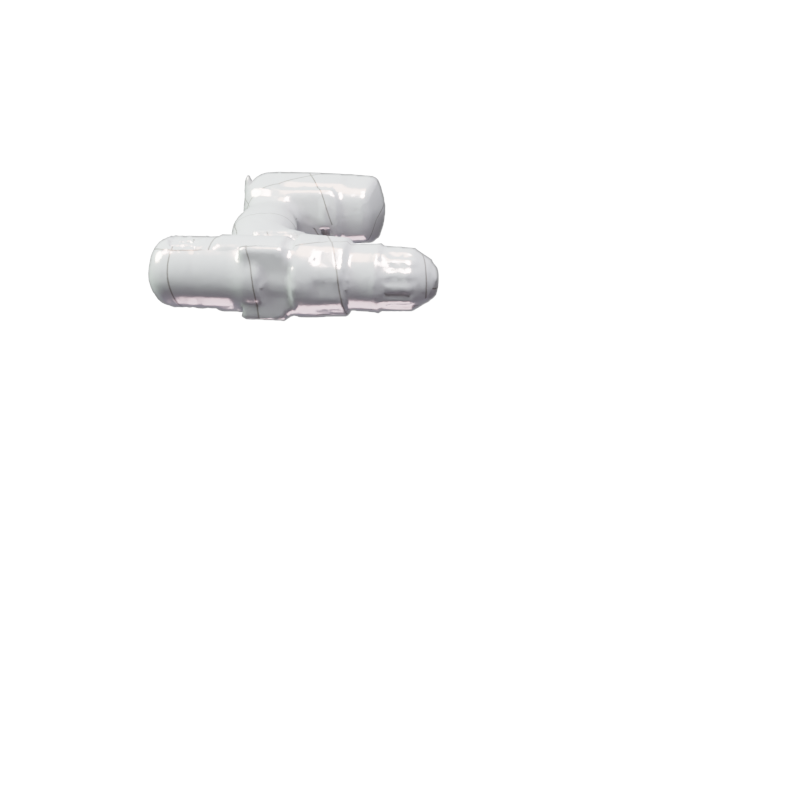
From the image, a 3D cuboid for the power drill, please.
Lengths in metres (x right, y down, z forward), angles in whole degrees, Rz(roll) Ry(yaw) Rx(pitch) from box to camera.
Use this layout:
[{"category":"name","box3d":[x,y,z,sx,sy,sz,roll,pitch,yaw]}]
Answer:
[{"category":"power drill","box3d":[-0.060,-0.109,0.761,0.187,0.055,0.194,4,23,9]}]
